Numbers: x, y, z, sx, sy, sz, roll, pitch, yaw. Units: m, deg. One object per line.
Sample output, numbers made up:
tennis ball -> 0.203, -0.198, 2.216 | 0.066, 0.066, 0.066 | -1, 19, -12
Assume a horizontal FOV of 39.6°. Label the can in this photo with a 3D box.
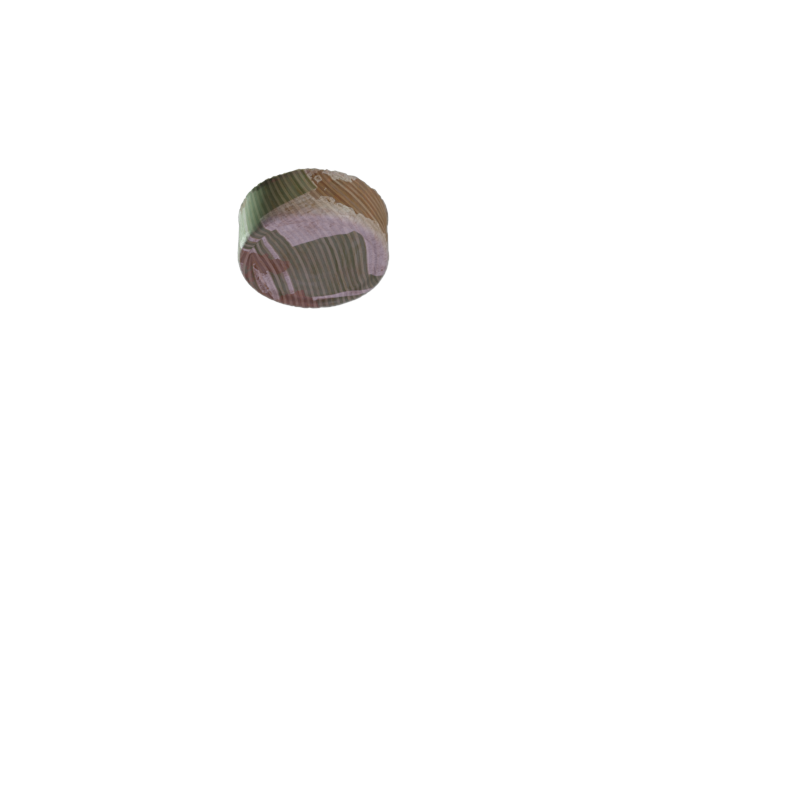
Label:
can -> -0.049, -0.089, 0.623 | 0.086, 0.036, 0.080 | 1, -35, -2
